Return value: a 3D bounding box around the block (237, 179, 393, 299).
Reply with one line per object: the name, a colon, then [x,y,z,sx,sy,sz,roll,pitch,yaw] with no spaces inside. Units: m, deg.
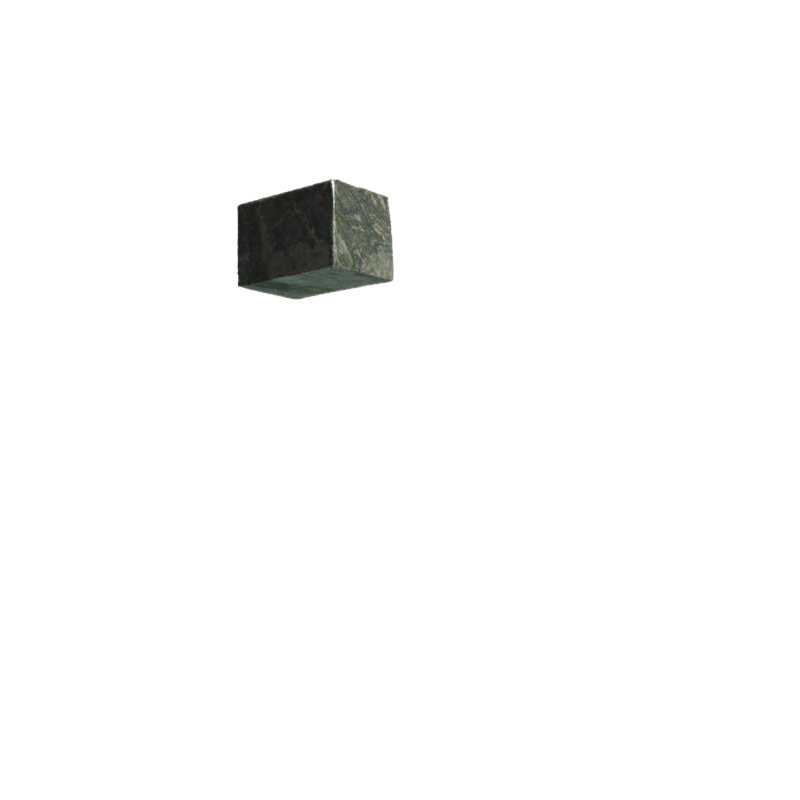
block: [-0.050,-0.092,0.641,0.080,0.053,0.050,-8,-13,38]
